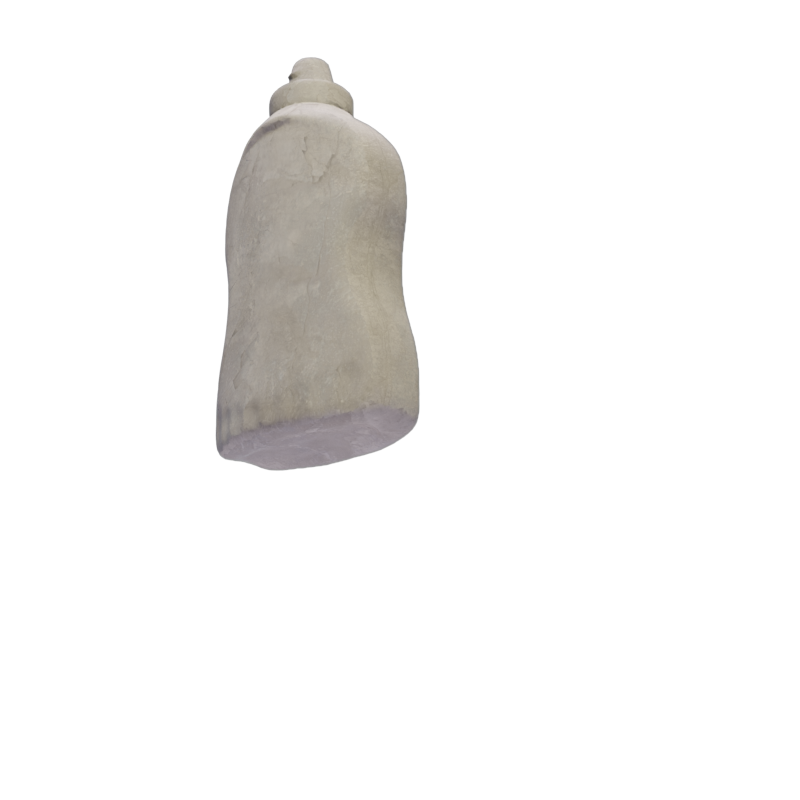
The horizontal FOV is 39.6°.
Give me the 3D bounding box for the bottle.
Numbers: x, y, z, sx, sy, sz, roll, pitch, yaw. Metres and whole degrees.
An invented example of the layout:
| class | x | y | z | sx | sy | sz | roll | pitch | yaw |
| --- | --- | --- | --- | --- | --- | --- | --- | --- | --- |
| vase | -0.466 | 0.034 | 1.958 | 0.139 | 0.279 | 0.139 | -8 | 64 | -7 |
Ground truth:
| class | x | y | z | sx | sy | sz | roll | pitch | yaw |
| --- | --- | --- | --- | --- | --- | --- | --- | --- | --- |
| bottle | -0.040 | -0.072 | 0.501 | 0.055 | 0.203 | 0.097 | 21 | -33 | -41 |
